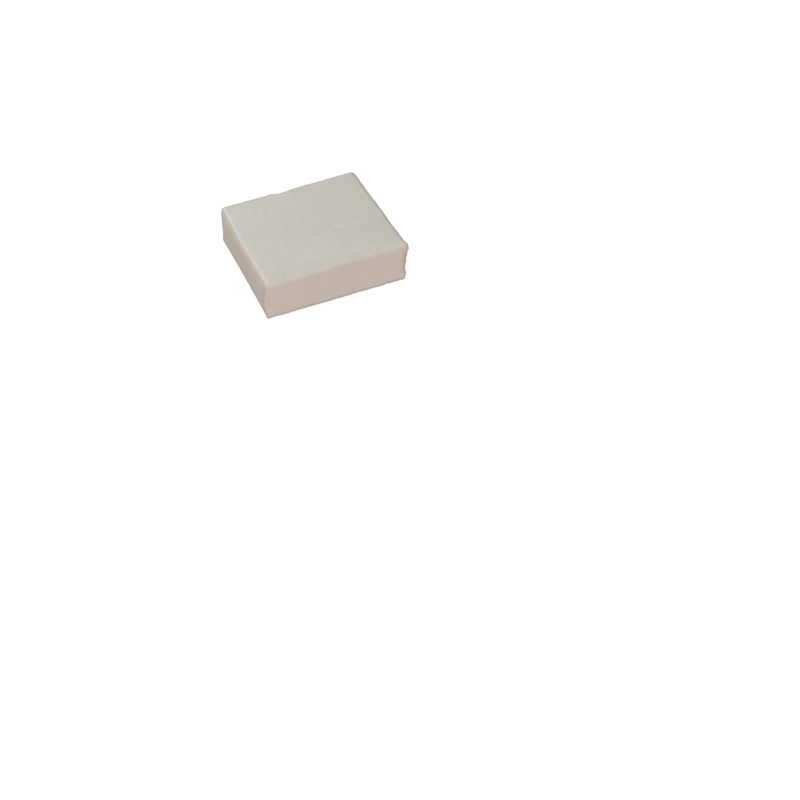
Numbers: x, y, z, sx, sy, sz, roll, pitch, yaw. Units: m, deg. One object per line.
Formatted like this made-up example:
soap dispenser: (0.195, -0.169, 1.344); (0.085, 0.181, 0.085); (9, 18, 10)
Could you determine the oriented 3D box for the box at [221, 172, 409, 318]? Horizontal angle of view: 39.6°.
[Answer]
box: (-0.050, -0.092, 0.644); (0.088, 0.028, 0.079); (-18, 49, -17)
